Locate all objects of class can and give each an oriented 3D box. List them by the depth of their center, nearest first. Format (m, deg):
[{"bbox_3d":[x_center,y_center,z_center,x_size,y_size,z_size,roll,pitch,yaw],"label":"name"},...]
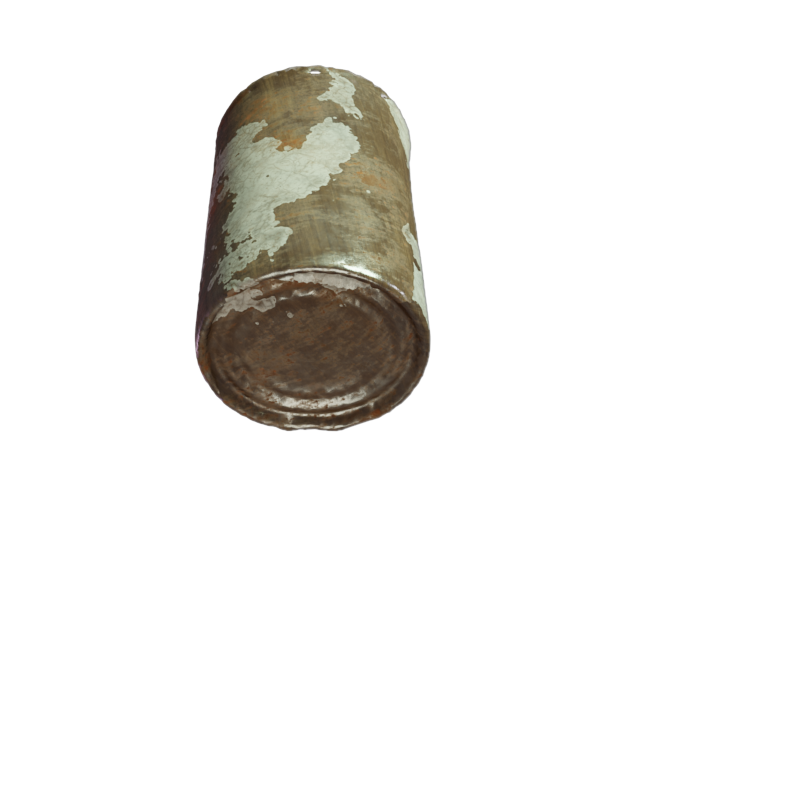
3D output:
[{"bbox_3d":[-0.027,-0.049,0.346,0.068,0.064,0.110,-1,43,-3],"label":"can"}]
